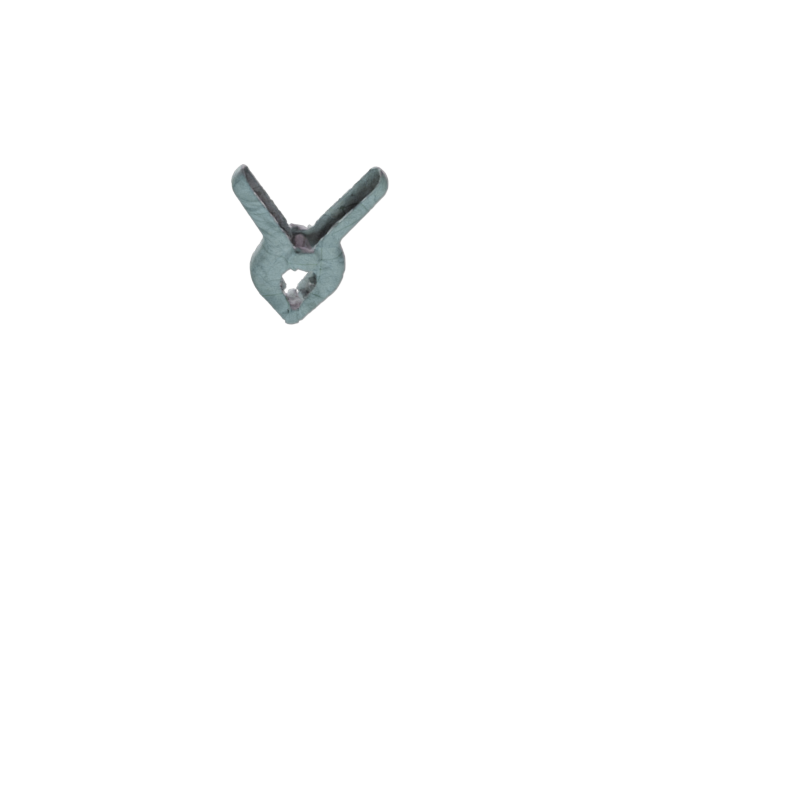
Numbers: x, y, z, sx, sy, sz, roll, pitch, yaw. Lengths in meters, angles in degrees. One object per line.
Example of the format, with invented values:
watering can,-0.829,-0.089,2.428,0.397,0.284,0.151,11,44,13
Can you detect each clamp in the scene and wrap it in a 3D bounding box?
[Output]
clamp,-0.070,-0.128,0.896,0.120,0.042,0.160,0,-37,0
